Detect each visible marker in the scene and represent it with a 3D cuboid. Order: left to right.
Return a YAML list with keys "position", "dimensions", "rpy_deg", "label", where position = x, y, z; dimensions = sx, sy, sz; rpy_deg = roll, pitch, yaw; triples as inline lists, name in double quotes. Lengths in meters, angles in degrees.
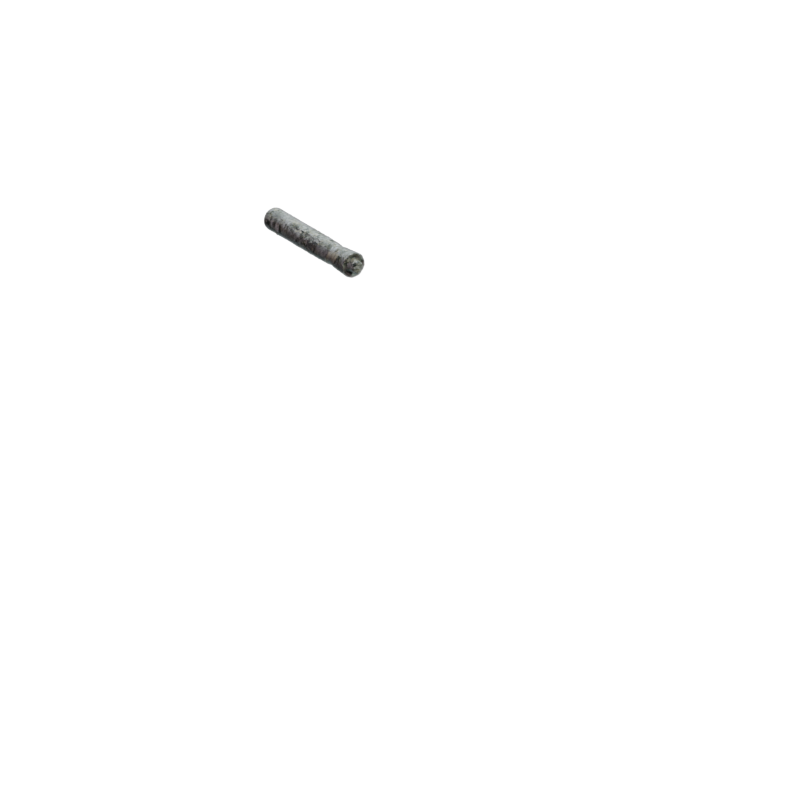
- position: [-0.065, -0.118, 0.828]
  dimensions: [0.019, 0.019, 0.130]
  rpy_deg: [-3, 25, -35]
  label: "marker"
